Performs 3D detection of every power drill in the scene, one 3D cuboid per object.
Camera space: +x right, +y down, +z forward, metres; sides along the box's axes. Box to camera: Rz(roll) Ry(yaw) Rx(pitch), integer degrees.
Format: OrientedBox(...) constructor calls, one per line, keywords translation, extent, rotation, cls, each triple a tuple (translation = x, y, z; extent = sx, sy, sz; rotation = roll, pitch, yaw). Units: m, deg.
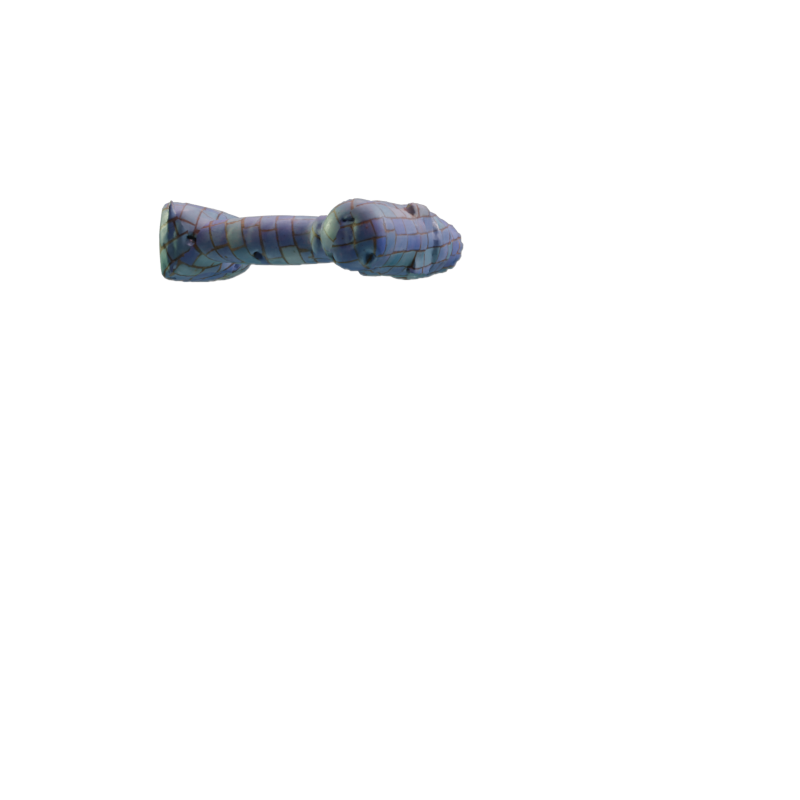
OrientedBox(translation=(-0.062, -0.113, 0.792), extent=(0.193, 0.058, 0.178), rotation=(1, 2, 23), cls="power drill")
